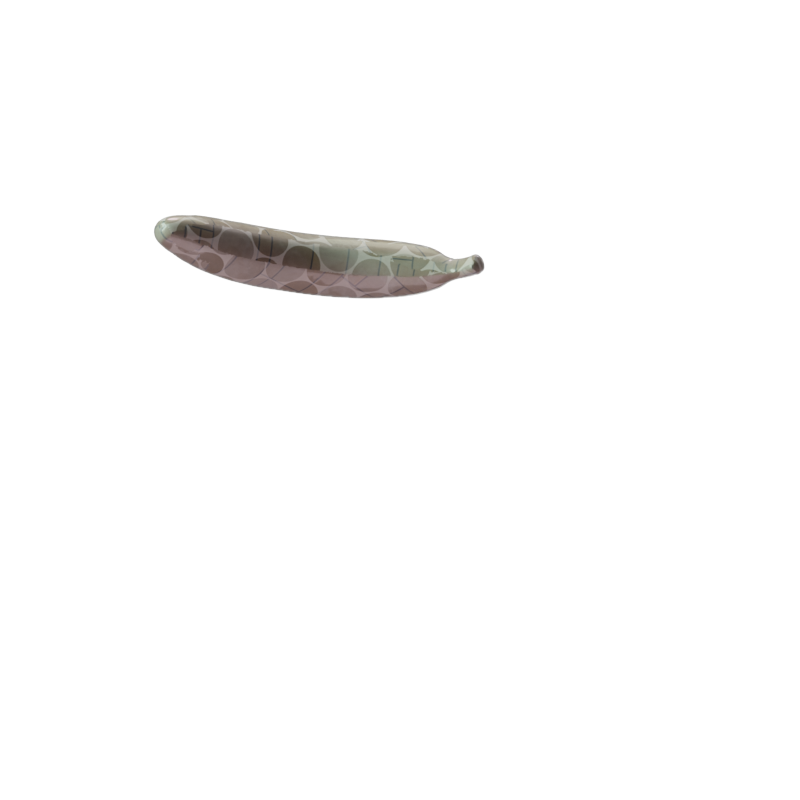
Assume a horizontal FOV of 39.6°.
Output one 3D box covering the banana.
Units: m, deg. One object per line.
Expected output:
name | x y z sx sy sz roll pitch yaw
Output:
banana | -0.053 -0.089 0.683 0.195 0.039 0.067 3 -20 -10
